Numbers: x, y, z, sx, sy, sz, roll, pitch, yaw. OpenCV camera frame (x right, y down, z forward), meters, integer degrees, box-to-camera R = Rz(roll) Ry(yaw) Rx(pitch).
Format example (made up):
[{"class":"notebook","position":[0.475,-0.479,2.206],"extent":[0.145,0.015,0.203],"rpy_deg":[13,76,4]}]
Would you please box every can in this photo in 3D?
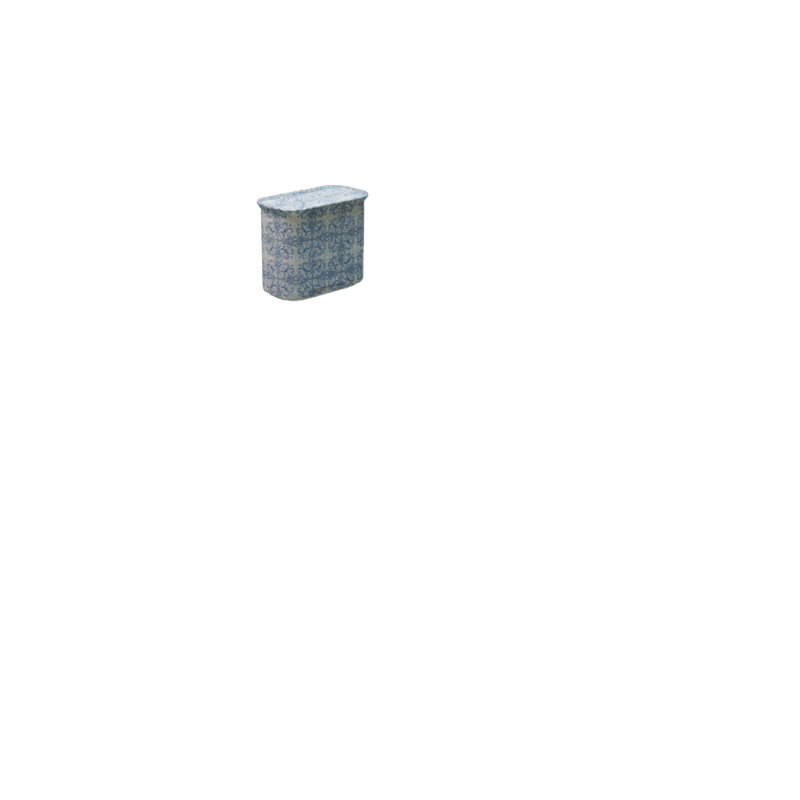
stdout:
[{"class":"can","position":[-0.078,-0.141,0.990],"extent":[0.100,0.081,0.061],"rpy_deg":[-18,26,-41]}]
